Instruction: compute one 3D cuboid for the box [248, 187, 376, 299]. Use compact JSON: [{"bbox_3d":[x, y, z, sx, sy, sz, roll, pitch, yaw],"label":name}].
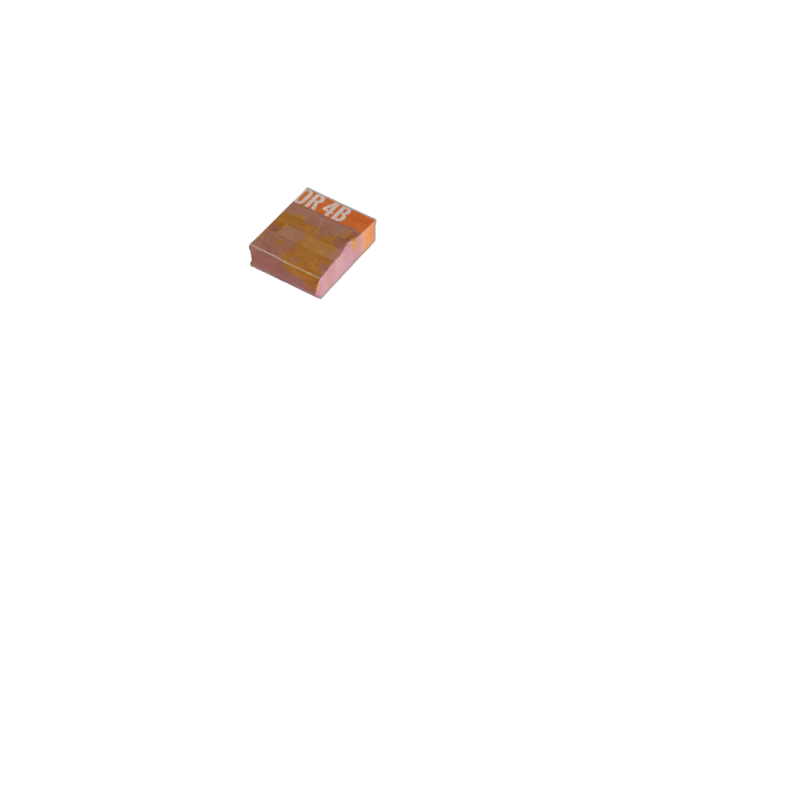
[{"bbox_3d":[-0.074,-0.134,0.940,0.077,0.028,0.091,26,53,21],"label":"box"}]
